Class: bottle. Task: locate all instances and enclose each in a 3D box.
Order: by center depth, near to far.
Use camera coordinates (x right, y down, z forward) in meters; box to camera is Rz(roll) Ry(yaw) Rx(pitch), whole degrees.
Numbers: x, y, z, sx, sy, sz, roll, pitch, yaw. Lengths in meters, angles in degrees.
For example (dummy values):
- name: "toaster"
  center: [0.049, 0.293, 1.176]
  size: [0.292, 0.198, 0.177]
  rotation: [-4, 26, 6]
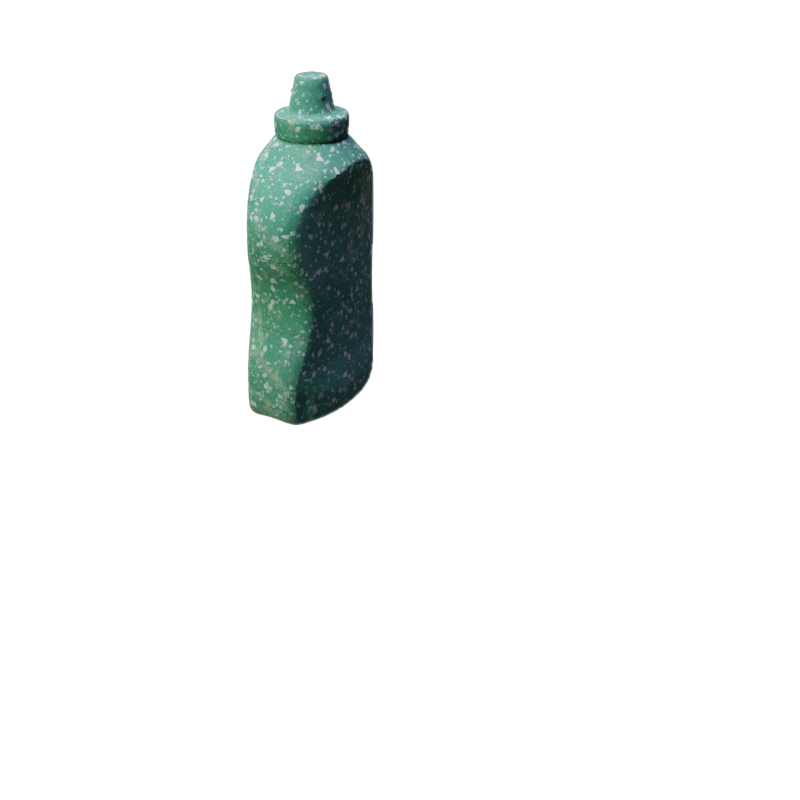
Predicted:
- name: "bottle"
  center: [-0.050, -0.090, 0.628]
  size: [0.061, 0.182, 0.096]
  rotation: [14, 26, 27]
